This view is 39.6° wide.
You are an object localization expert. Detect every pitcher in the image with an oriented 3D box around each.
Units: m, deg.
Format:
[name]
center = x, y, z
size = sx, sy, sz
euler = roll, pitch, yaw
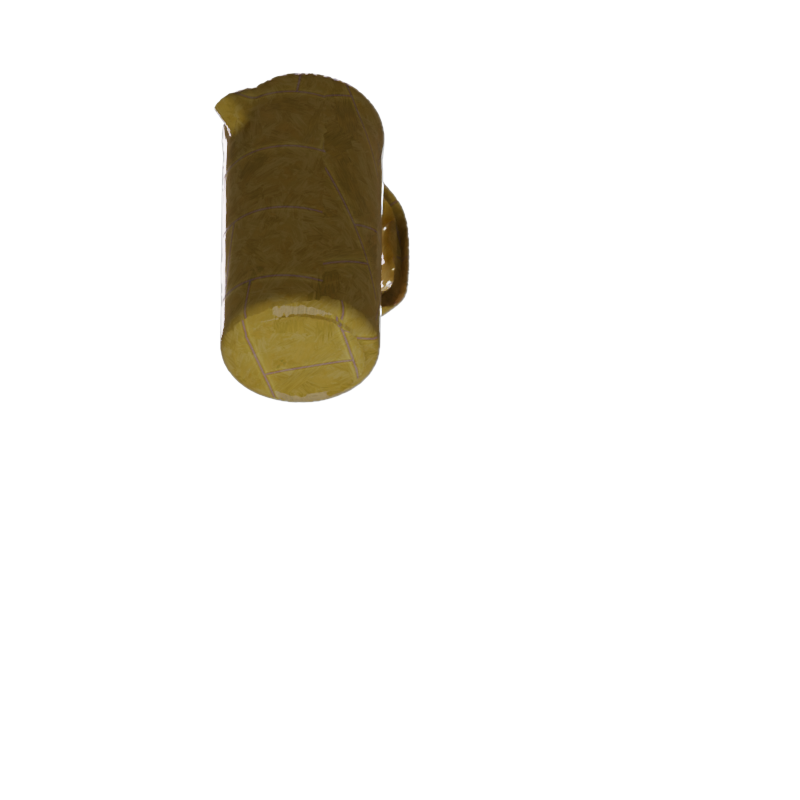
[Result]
[pitcher]
center = -0.065, -0.118, 0.830
size = 0.149, 0.261, 0.134
euler = -3, -42, 0
